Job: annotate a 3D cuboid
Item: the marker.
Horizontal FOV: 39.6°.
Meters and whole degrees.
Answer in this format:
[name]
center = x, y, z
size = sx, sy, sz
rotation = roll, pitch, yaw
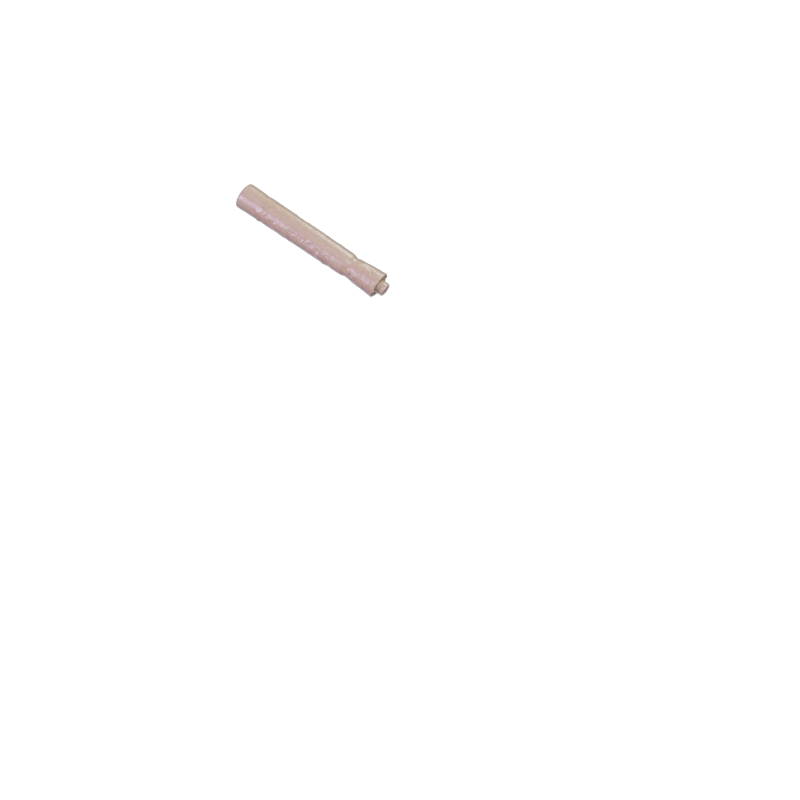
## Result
[marker]
center = -0.059, -0.108, 0.755
size = 0.125, 0.019, 0.019
rotation = 35, 12, 14
